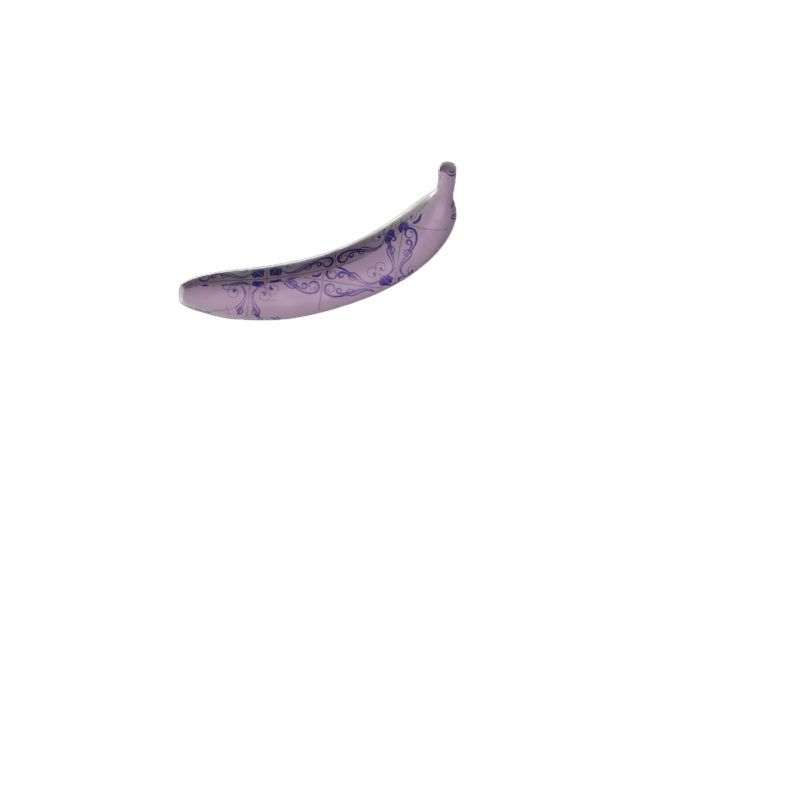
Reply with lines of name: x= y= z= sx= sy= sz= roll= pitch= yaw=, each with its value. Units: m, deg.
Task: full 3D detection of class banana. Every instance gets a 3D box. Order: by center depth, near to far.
banana: x=-0.043 y=-0.088 z=0.703 sx=0.198 sy=0.065 sz=0.039 roll=-23 pitch=32 yaw=15
